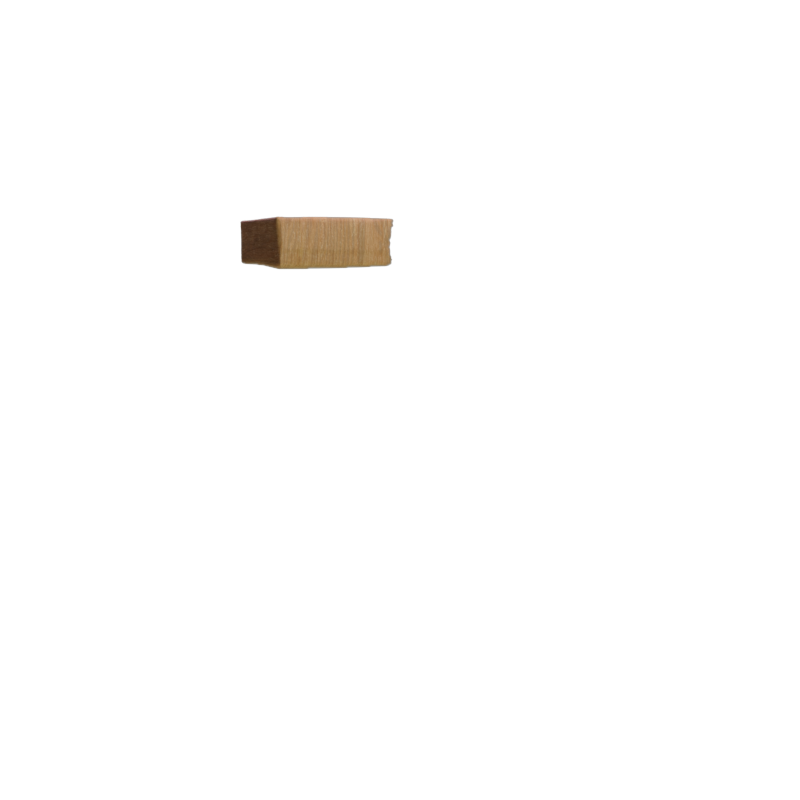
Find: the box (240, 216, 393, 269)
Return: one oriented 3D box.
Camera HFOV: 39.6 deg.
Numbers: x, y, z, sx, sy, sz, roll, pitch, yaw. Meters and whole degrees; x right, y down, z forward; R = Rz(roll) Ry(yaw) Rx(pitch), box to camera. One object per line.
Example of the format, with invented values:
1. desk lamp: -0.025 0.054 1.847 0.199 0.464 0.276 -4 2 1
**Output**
1. box: -0.066 -0.121 0.846 0.088 0.038 0.118 -3 9 -20
